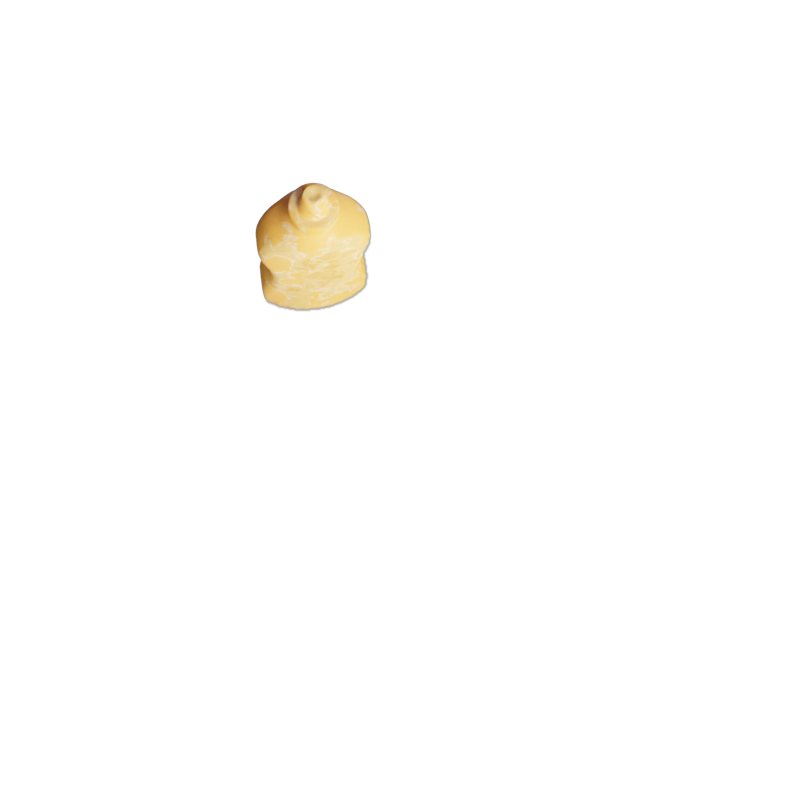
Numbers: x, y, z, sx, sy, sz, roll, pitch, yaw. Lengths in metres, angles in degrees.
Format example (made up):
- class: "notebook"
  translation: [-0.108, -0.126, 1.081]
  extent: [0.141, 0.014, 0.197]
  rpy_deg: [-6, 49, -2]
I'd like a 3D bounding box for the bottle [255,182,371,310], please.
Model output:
- class: "bottle"
  translation: [-0.073, -0.134, 0.939]
  extent: [0.096, 0.061, 0.184]
  rpy_deg: [-5, -16, -5]
